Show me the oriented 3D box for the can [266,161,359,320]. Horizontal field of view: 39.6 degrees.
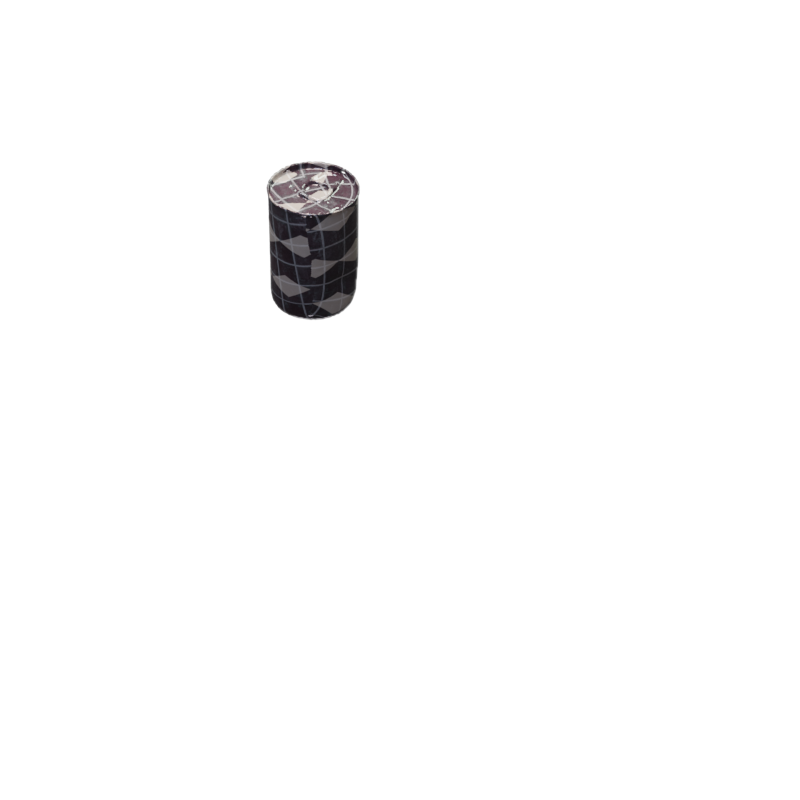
[{"bbox_3d":[-0.066,-0.120,0.839,0.068,0.095,0.073,0,42,-3],"label":"can"}]
